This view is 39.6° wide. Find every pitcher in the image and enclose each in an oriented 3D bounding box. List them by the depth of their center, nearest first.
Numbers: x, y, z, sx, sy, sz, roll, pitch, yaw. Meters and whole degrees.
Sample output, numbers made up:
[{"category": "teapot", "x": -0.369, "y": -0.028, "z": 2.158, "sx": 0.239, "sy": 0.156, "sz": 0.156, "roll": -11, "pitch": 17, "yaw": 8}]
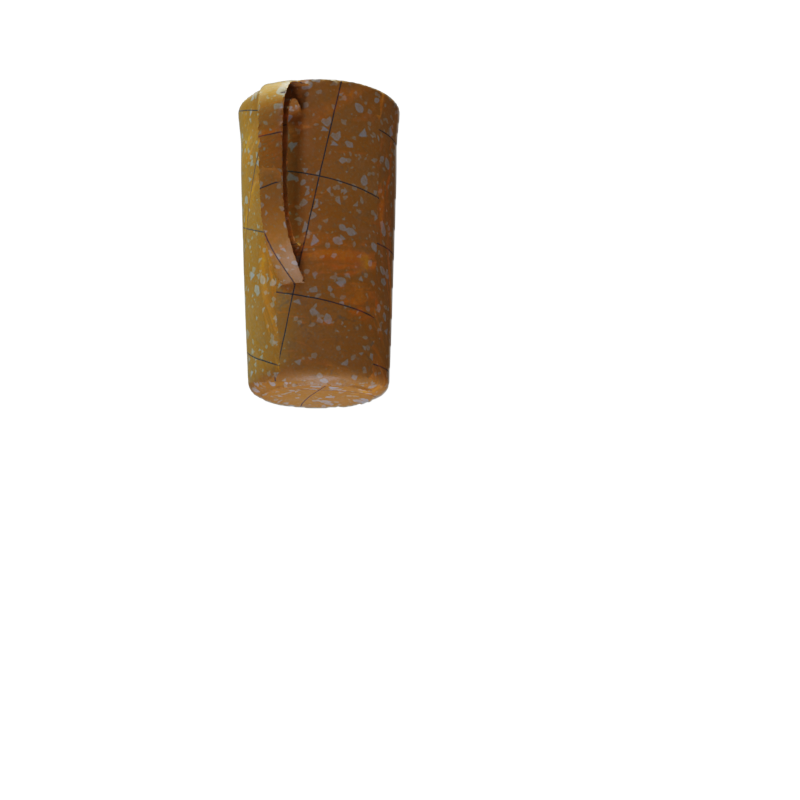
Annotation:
[{"category": "pitcher", "x": -0.068, "y": -0.124, "z": 0.871, "sx": 0.143, "sy": 0.254, "sz": 0.145, "roll": 8, "pitch": -19, "yaw": -27}]
